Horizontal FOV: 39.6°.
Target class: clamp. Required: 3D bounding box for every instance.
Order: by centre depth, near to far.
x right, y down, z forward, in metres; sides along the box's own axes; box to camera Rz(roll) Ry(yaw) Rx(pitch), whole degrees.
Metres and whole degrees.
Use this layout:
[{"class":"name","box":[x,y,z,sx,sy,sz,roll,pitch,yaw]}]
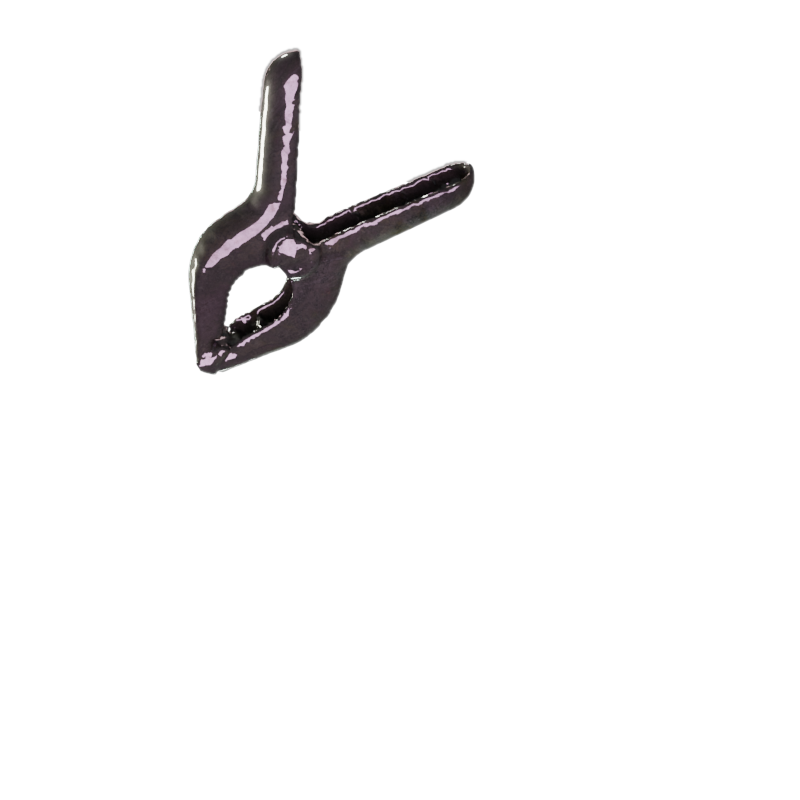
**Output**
[{"class":"clamp","box":[-0.044,-0.081,0.565,0.117,0.166,0.041,26,23,-12]}]
